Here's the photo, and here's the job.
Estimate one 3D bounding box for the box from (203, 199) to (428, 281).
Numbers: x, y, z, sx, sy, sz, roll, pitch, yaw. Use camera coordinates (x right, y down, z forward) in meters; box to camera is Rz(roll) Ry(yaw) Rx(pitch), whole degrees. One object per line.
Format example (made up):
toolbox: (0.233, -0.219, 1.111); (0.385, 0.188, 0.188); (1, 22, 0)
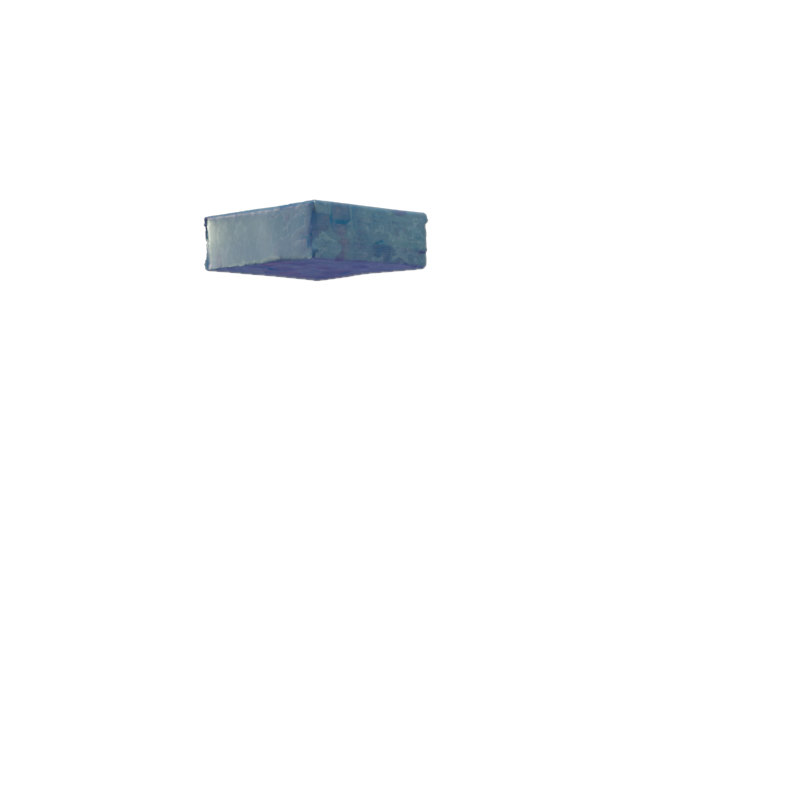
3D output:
box: (-0.053, -0.097, 0.678); (0.086, 0.039, 0.117); (1, -1, -42)
